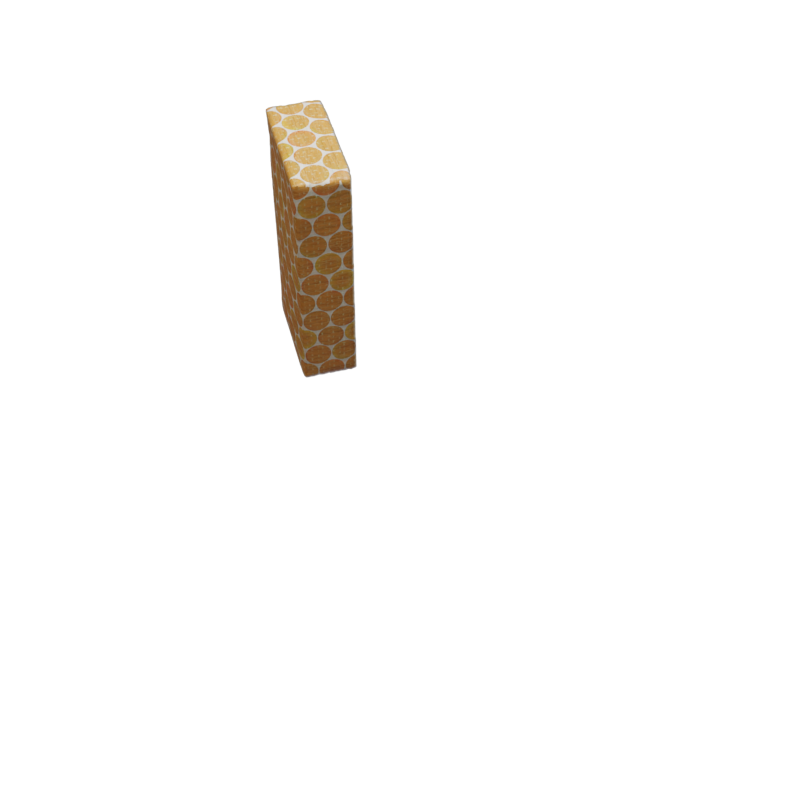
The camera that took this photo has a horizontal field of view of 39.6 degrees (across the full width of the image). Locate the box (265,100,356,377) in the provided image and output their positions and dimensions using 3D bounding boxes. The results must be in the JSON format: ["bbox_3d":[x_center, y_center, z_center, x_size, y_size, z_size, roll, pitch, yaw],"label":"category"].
[{"bbox_3d":[-0.060,-0.111,0.775,0.047,0.164,0.101,-8,46,-12],"label":"box"}]
